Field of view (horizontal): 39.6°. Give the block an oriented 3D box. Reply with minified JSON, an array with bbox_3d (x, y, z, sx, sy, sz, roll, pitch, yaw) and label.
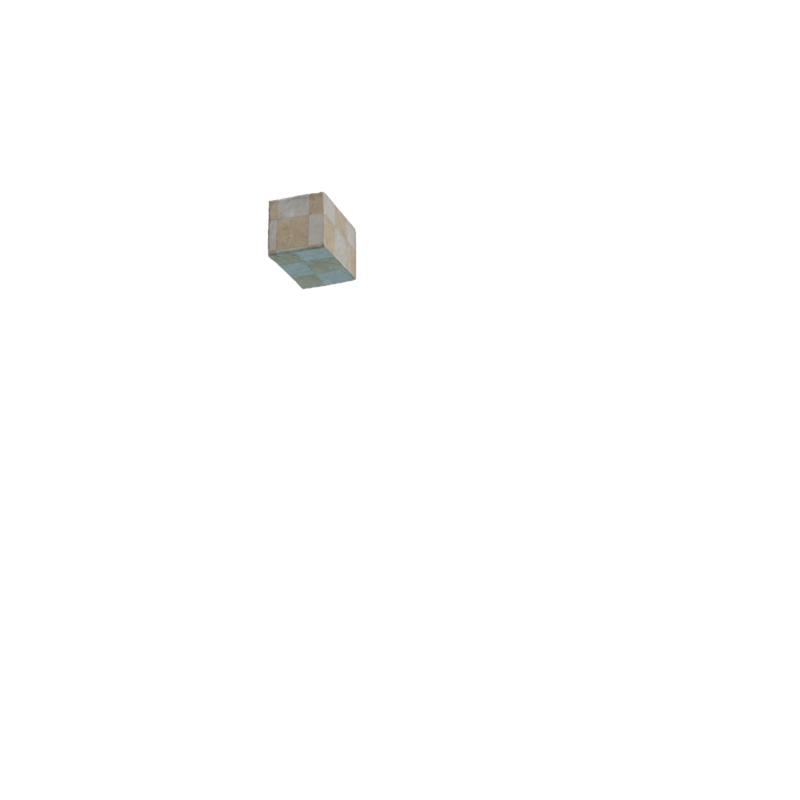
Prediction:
[{"bbox_3d":[-0.074,-0.135,0.942,0.054,0.054,0.073,-8,-22,17],"label":"block"}]
